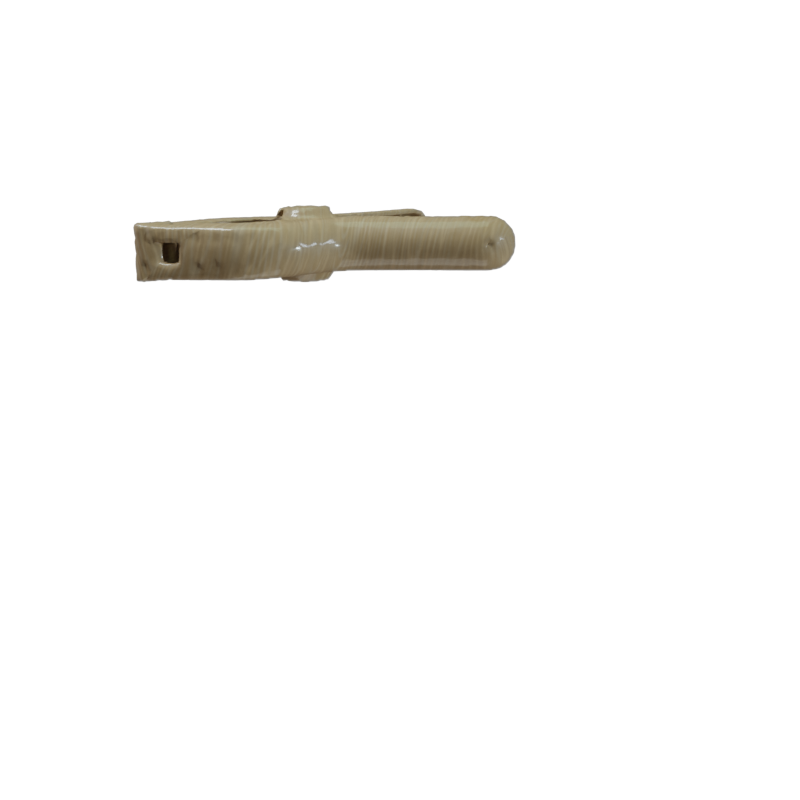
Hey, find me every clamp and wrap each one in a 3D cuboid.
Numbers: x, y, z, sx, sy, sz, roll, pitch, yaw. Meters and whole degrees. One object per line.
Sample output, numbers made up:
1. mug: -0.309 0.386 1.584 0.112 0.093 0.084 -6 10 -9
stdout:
1. clamp: -0.042 -0.077 0.541 0.170 0.039 0.122 -1 6 -9
